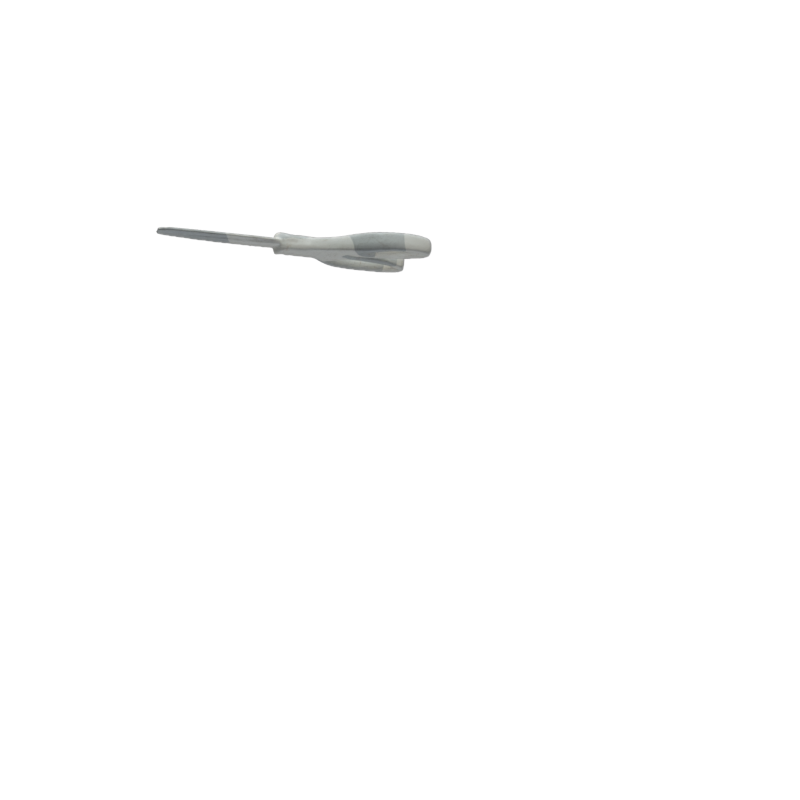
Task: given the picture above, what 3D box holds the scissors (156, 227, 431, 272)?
[{"bbox_3d":[-0.061,-0.111,0.779,0.192,0.016,0.099,4,-6,-44],"label":"scissors"}]
